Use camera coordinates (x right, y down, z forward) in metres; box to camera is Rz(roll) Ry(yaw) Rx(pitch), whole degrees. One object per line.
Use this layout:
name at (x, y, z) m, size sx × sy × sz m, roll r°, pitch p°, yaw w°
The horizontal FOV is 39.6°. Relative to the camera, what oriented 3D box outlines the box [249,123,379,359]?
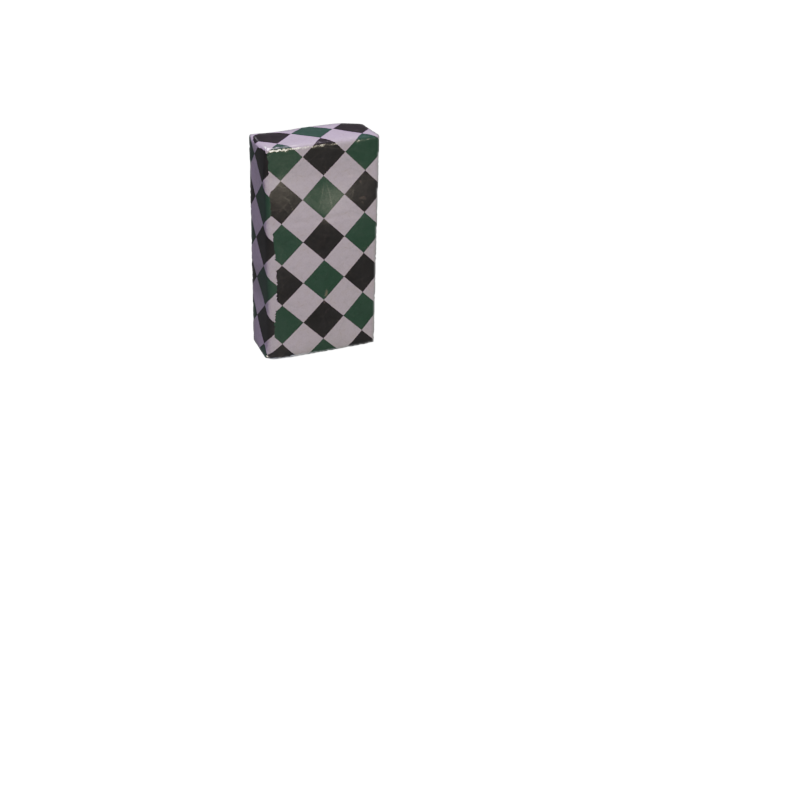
box at (-0.067, -0.122, 0.856) m, size 0.092 × 0.168 × 0.051 m, roll -9°, pitch 25°, yaw -22°
